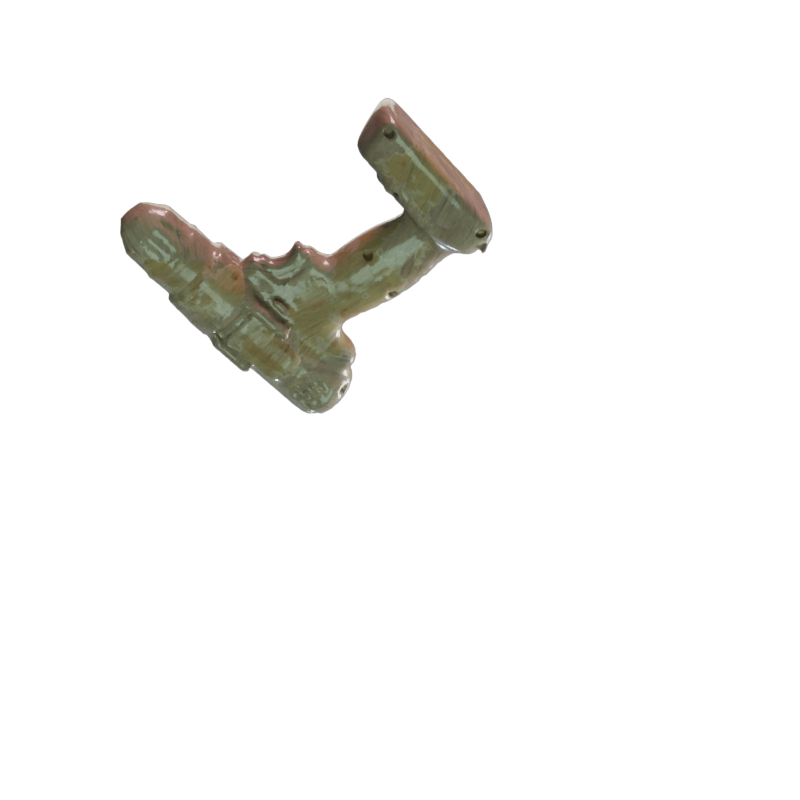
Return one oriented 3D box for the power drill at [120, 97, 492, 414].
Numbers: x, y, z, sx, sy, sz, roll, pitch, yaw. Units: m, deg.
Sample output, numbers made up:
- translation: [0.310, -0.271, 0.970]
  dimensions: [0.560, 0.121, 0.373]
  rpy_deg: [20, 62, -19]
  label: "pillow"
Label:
- translation: [-0.053, -0.098, 0.683]
  dimensions: [0.186, 0.175, 0.061]
  rpy_deg: [-38, 24, 20]
  label: "power drill"
